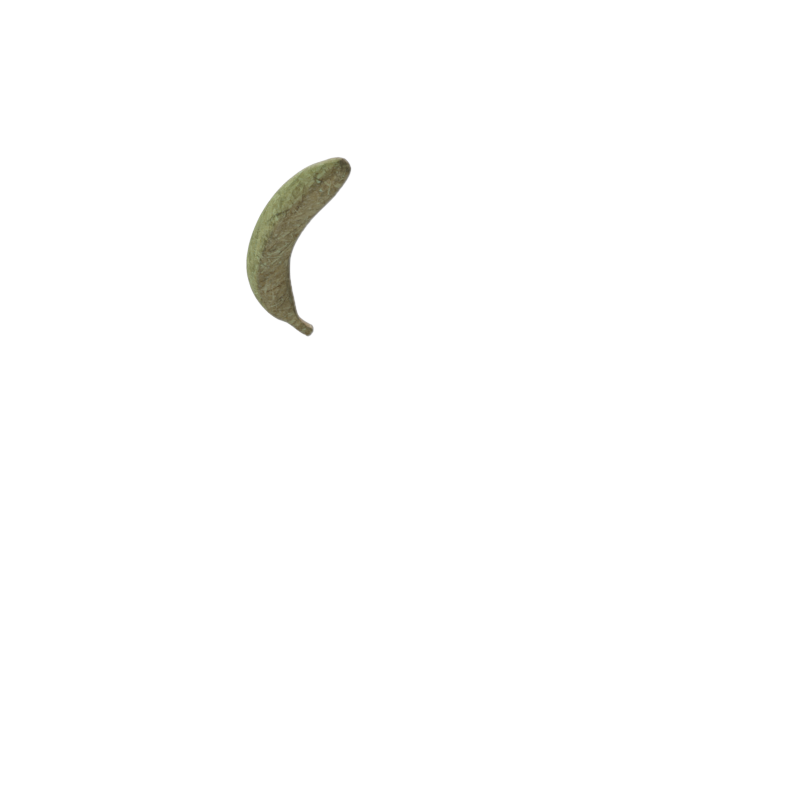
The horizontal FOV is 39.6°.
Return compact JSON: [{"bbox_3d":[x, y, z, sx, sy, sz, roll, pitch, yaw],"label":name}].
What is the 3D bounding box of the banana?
[{"bbox_3d":[-0.092,-0.132,0.930,0.069,0.039,0.186,8,-42,-10],"label":"banana"}]
